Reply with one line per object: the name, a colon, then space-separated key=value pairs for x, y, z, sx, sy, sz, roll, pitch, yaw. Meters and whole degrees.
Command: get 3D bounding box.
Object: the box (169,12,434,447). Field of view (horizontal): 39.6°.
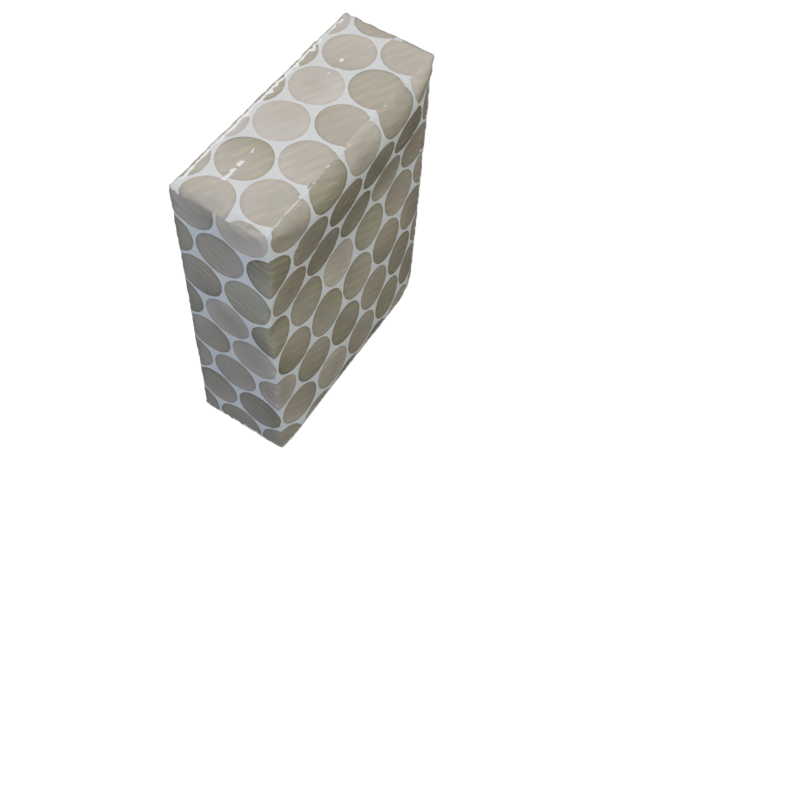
box: x=-0.052 y=-0.095 z=0.666 sx=0.075 sy=0.169 sz=0.200 roll=28 pitch=-31 yaw=14
